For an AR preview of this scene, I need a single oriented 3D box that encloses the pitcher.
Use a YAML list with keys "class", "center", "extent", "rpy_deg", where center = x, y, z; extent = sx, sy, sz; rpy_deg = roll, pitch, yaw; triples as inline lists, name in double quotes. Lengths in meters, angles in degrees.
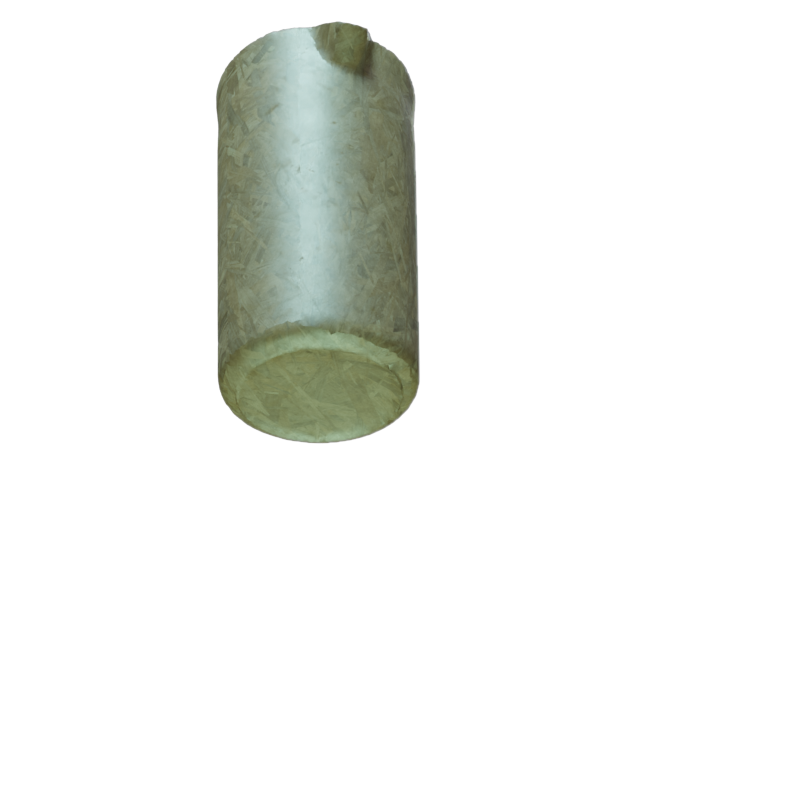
- class: "pitcher"
  center: [-0.053, -0.096, 0.673]
  extent: [0.146, 0.261, 0.138]
  rpy_deg: [-19, -41, 19]
